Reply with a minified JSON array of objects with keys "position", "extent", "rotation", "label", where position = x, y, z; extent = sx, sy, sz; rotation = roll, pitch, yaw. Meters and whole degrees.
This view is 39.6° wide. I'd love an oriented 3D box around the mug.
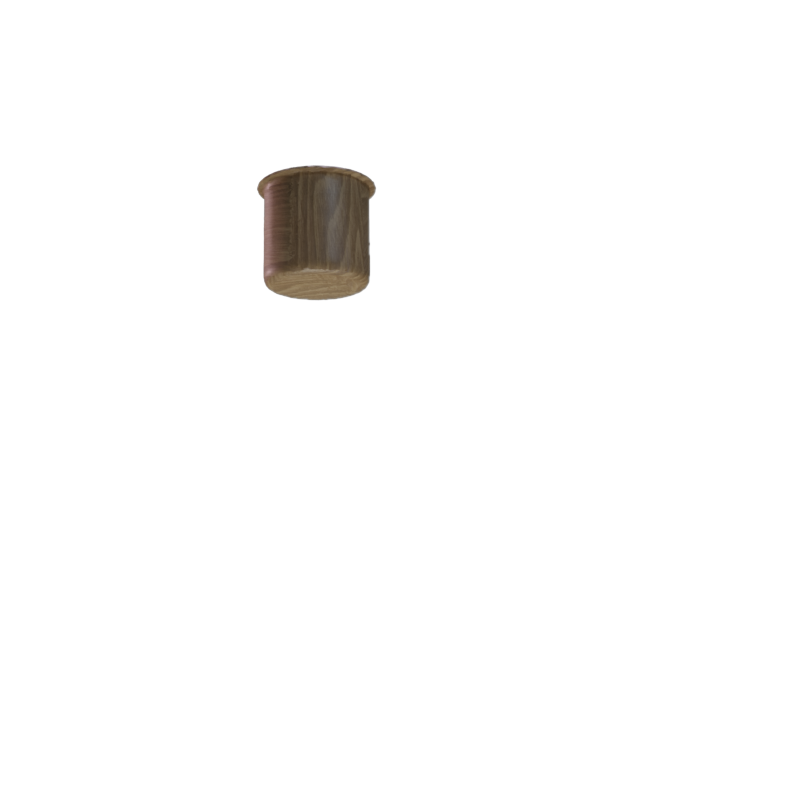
[{"position":[-0.068,-0.124,0.867],"extent":[0.091,0.085,0.115],"rotation":[3,-15,-15],"label":"mug"}]
